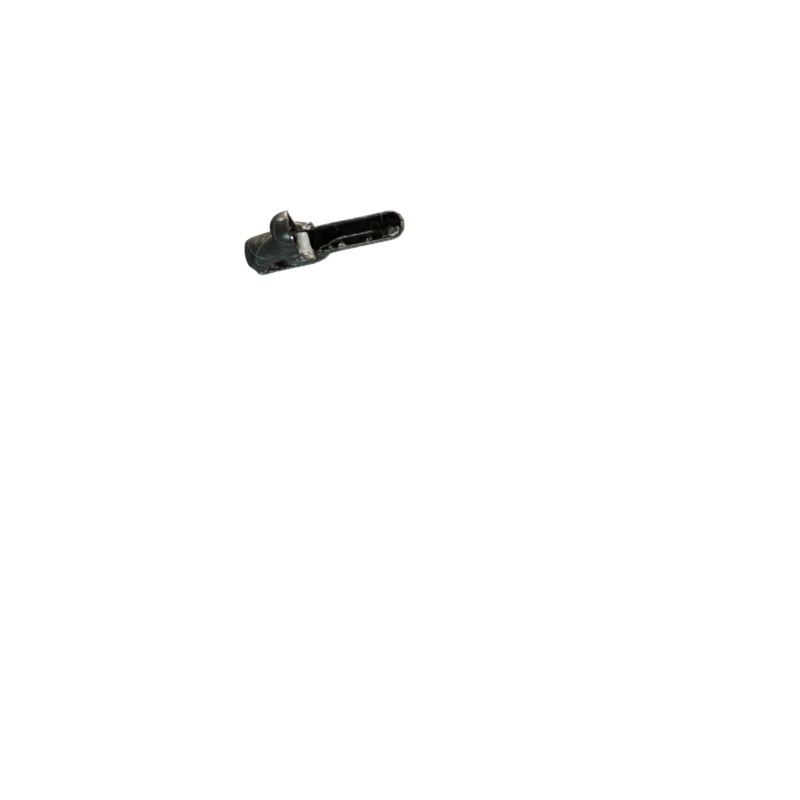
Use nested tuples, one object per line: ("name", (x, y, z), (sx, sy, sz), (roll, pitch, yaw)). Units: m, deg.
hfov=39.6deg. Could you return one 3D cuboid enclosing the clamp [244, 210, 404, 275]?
("clamp", (-0.076, -0.138, 0.965), (0.117, 0.040, 0.174), (1, -2, -22))
